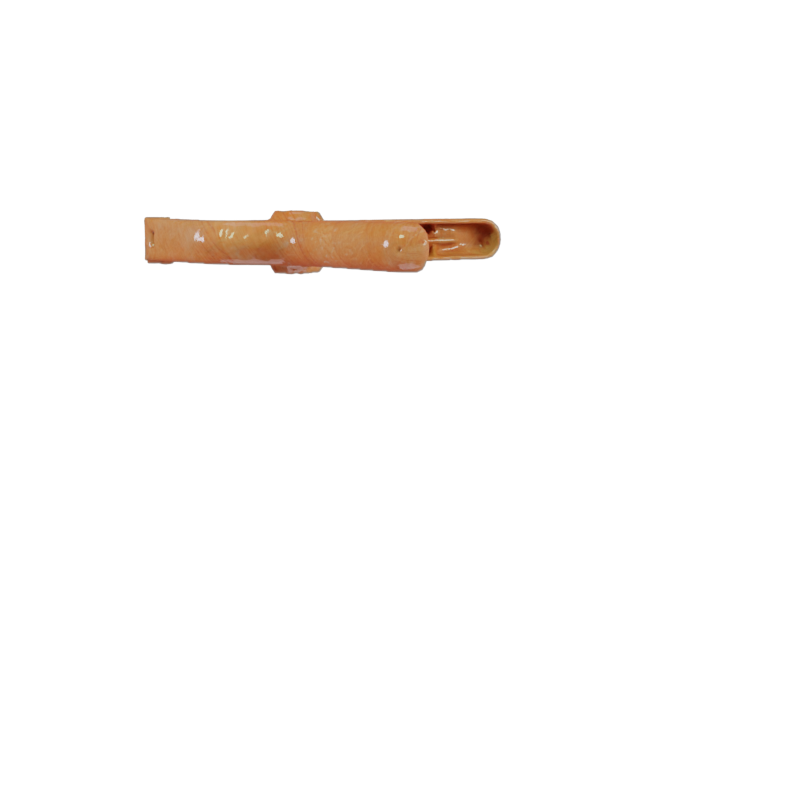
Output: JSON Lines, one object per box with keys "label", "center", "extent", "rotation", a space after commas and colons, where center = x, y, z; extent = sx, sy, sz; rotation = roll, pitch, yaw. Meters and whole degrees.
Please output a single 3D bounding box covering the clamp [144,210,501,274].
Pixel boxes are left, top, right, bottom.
{"label": "clamp", "center": [-0.051, -0.092, 0.647], "extent": [0.217, 0.036, 0.161], "rotation": [5, 10, 27]}
